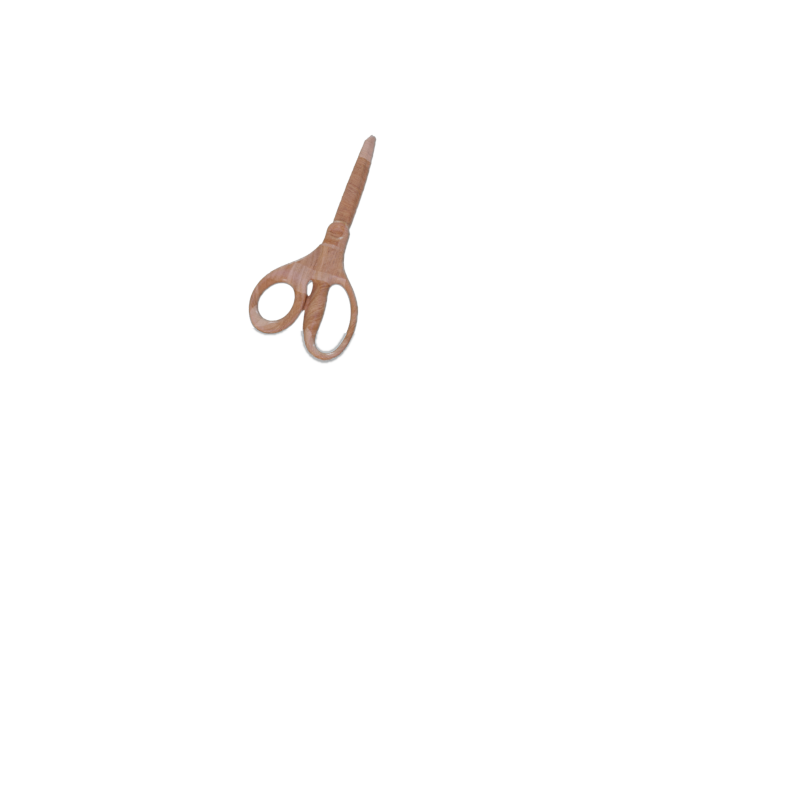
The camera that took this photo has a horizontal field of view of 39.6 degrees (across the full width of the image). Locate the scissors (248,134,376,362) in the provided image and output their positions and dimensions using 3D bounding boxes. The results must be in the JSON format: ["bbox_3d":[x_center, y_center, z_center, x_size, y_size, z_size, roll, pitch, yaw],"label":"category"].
[{"bbox_3d":[-0.071,-0.129,0.905,0.096,0.212,0.015,2,-22,1],"label":"scissors"}]
